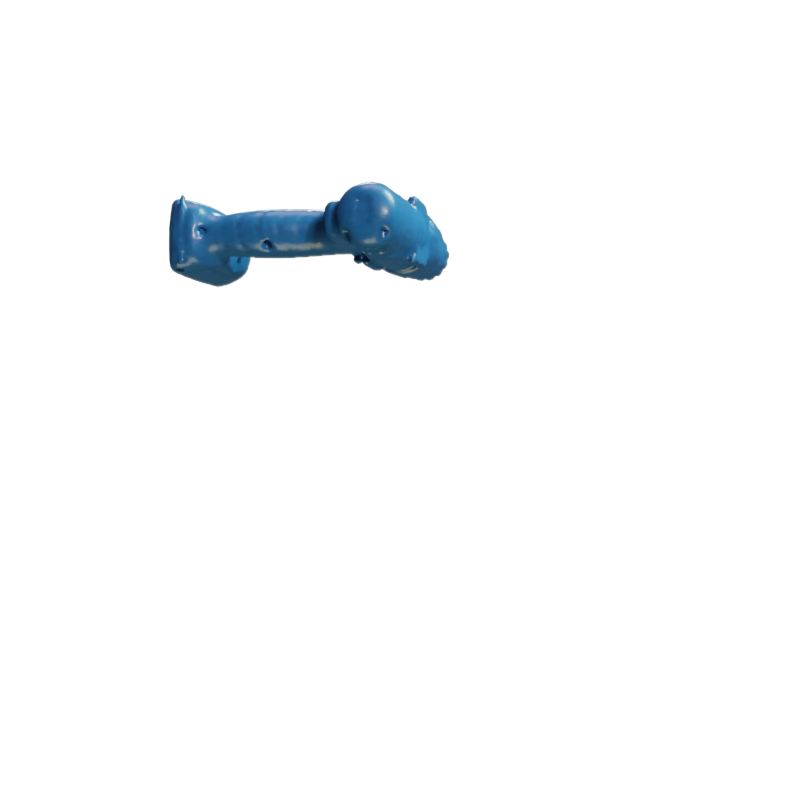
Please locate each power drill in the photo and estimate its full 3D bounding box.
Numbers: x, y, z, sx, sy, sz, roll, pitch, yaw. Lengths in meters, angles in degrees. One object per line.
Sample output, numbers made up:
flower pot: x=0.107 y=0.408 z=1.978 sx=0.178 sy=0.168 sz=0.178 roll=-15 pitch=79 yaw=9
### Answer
power drill: x=-0.066 y=-0.119 z=0.837 sx=0.191 sy=0.059 sz=0.176 roll=-2 pitch=-7 yaw=17
